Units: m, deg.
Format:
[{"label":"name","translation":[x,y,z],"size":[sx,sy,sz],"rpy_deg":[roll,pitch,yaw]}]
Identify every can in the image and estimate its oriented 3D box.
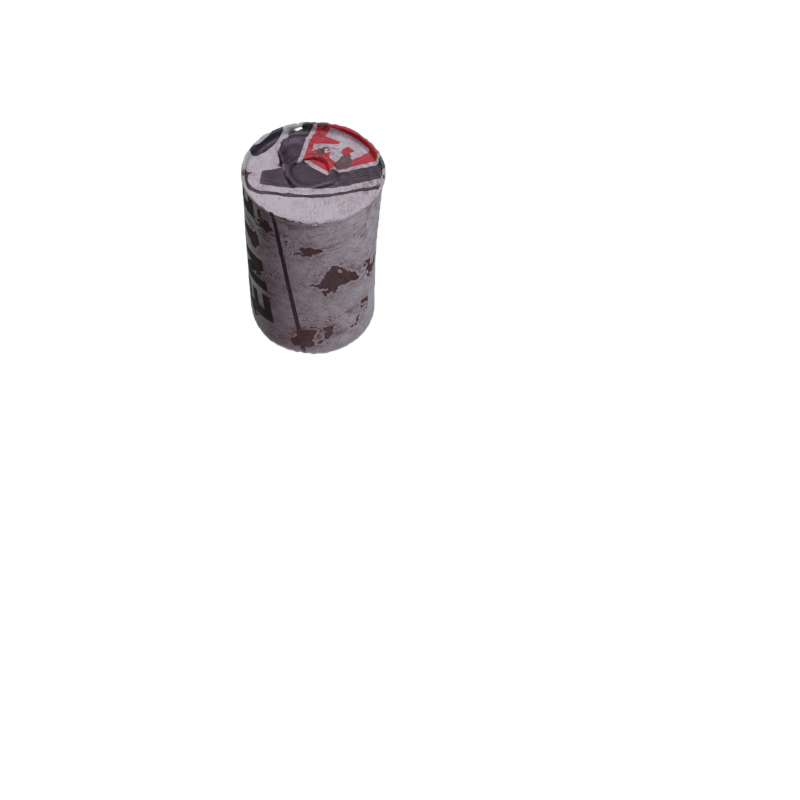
[{"label":"can","translation":[-0.044,-0.079,0.556],"size":[0.068,0.073,0.095],"rpy_deg":[0,-38,-3]}]
